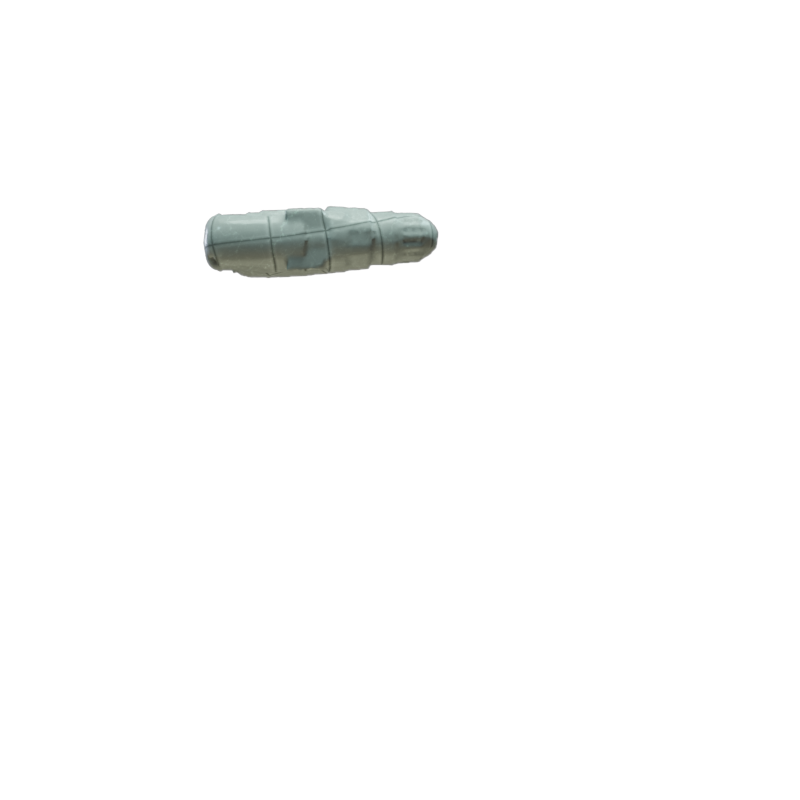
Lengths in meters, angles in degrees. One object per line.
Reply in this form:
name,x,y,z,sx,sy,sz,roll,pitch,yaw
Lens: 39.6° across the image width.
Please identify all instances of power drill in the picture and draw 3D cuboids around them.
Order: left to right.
power drill,-0.073,-0.134,0.939,0.183,0.057,0.190,-1,4,-8
